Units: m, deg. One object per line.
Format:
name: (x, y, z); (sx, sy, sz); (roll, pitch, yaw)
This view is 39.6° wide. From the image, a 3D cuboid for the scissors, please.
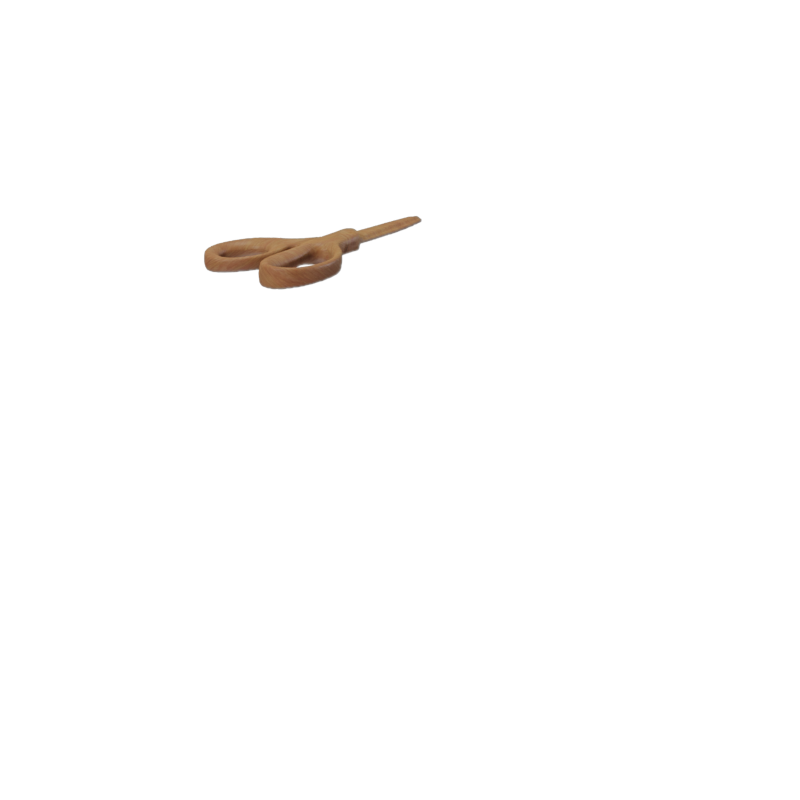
scissors: (-0.058, -0.105, 0.736); (0.099, 0.015, 0.204); (6, 20, 16)
